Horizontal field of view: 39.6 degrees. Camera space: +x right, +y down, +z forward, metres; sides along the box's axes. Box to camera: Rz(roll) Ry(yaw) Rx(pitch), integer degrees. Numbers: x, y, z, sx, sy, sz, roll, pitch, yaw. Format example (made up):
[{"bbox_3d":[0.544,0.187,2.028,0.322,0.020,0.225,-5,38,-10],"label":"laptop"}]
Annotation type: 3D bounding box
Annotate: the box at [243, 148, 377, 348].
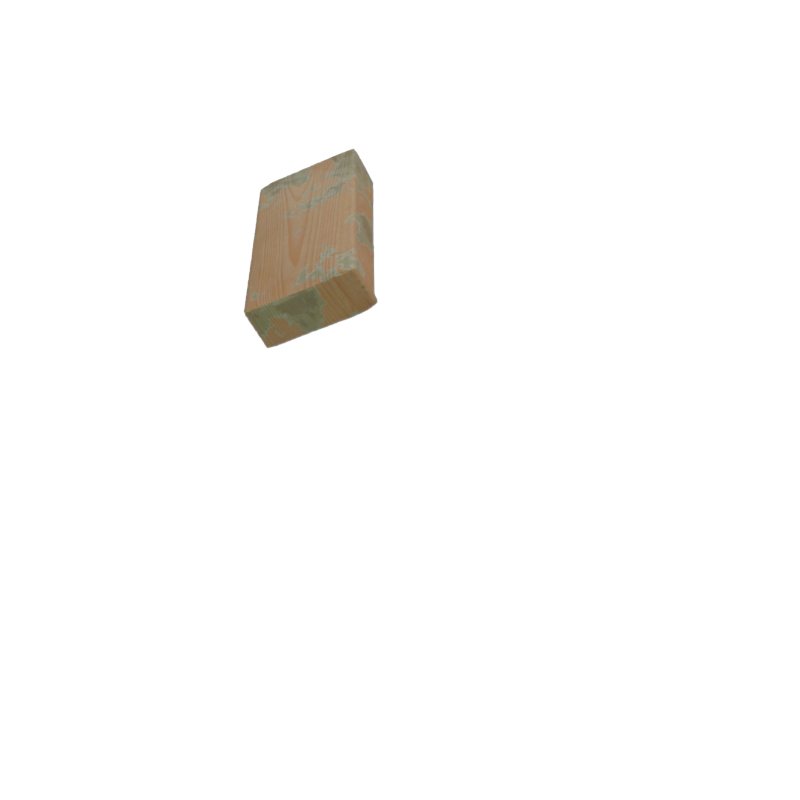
[{"bbox_3d":[-0.069,-0.125,0.872,0.094,0.044,0.189,-21,39,14],"label":"box"}]
